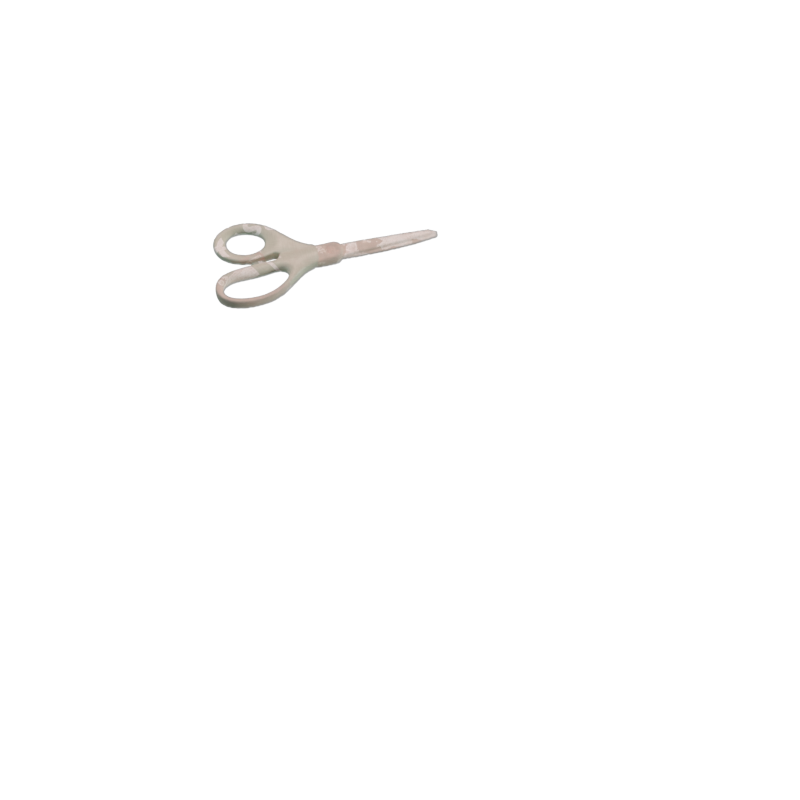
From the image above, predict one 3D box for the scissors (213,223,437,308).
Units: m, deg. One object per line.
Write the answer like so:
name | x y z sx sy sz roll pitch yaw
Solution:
scissors | -0.077 -0.140 0.979 0.201 0.103 0.015 -26 -33 -18
